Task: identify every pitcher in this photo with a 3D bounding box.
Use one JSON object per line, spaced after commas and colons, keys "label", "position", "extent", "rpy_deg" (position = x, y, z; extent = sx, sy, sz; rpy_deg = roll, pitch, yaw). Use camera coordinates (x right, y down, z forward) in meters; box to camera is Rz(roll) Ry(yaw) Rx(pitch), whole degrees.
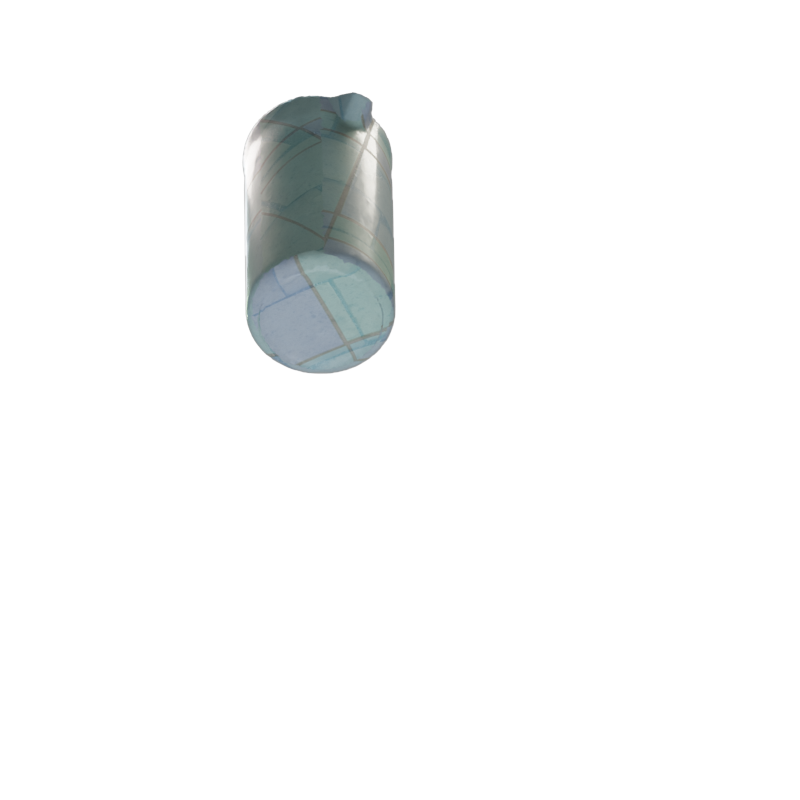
{"label": "pitcher", "position": [-0.070, -0.127, 0.892], "extent": [0.146, 0.138, 0.260], "rpy_deg": [-13, 37, 7]}
